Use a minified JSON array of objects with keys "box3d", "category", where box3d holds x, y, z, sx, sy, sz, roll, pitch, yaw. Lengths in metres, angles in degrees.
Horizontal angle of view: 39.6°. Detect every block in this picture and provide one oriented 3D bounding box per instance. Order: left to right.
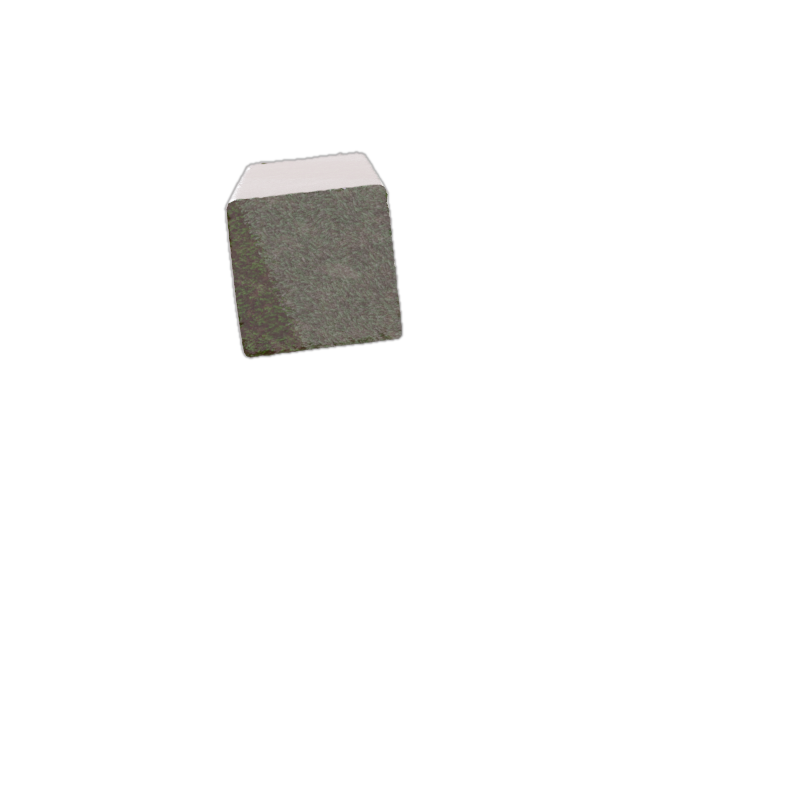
[{"box3d":[-0.055,-0.101,0.704,0.091,0.087,0.213,-7,16,-2],"category":"block"}]
